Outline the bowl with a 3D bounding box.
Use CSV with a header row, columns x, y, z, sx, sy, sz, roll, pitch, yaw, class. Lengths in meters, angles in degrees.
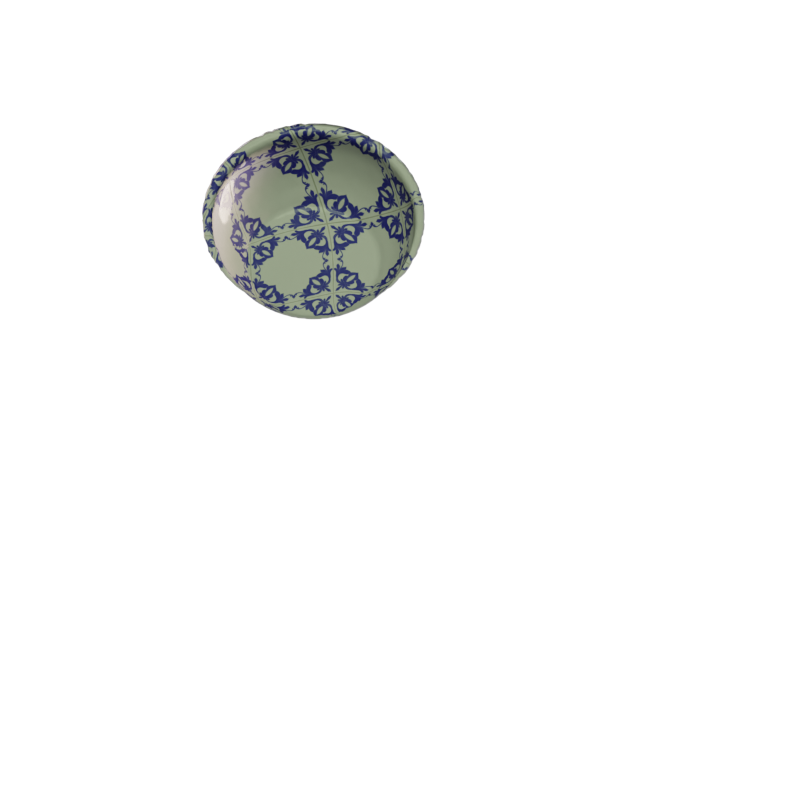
x,y,z,sx,sy,sz,roll,pitch,yaw,class
-0.061,-0.112,0.783,0.162,0.152,0.059,1,36,-1,bowl
